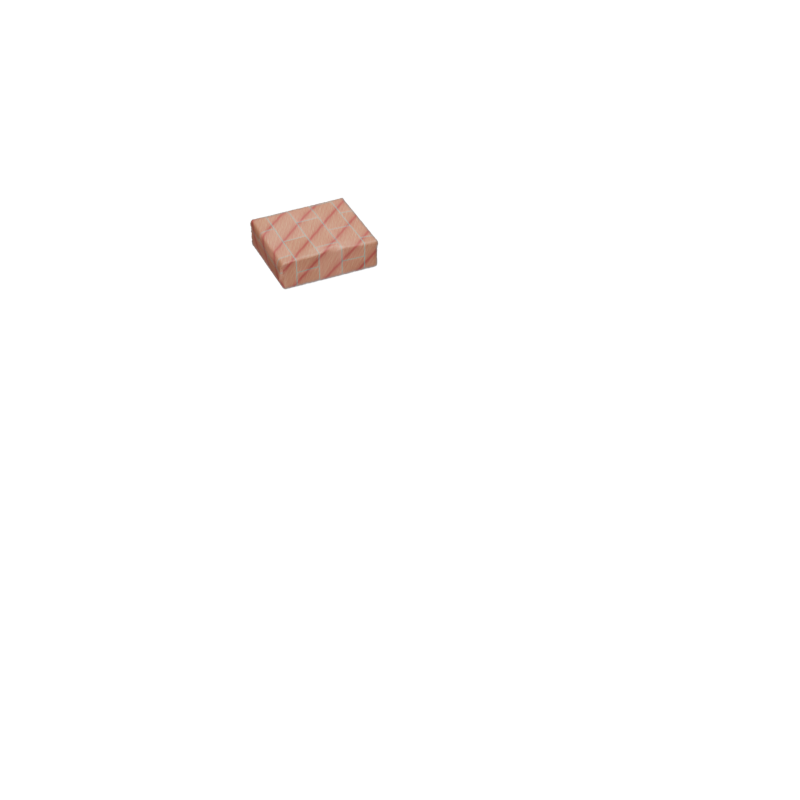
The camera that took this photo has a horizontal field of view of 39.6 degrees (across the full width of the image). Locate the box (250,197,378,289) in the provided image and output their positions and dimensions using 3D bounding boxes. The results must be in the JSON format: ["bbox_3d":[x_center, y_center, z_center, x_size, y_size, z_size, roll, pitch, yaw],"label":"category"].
[{"bbox_3d":[-0.074,-0.134,0.941,0.088,0.028,0.079,-16,42,-19],"label":"box"}]
